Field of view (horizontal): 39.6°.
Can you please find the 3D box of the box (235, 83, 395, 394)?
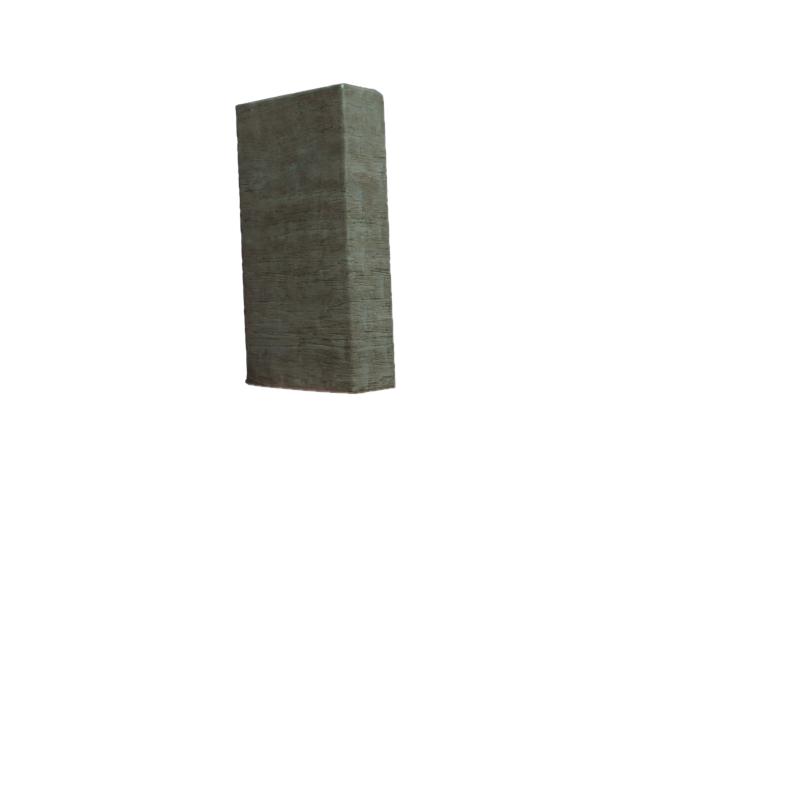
[{"bbox_3d":[-0.052,-0.095,0.665,0.097,0.178,0.046,-2,-3,41],"label":"box"}]
